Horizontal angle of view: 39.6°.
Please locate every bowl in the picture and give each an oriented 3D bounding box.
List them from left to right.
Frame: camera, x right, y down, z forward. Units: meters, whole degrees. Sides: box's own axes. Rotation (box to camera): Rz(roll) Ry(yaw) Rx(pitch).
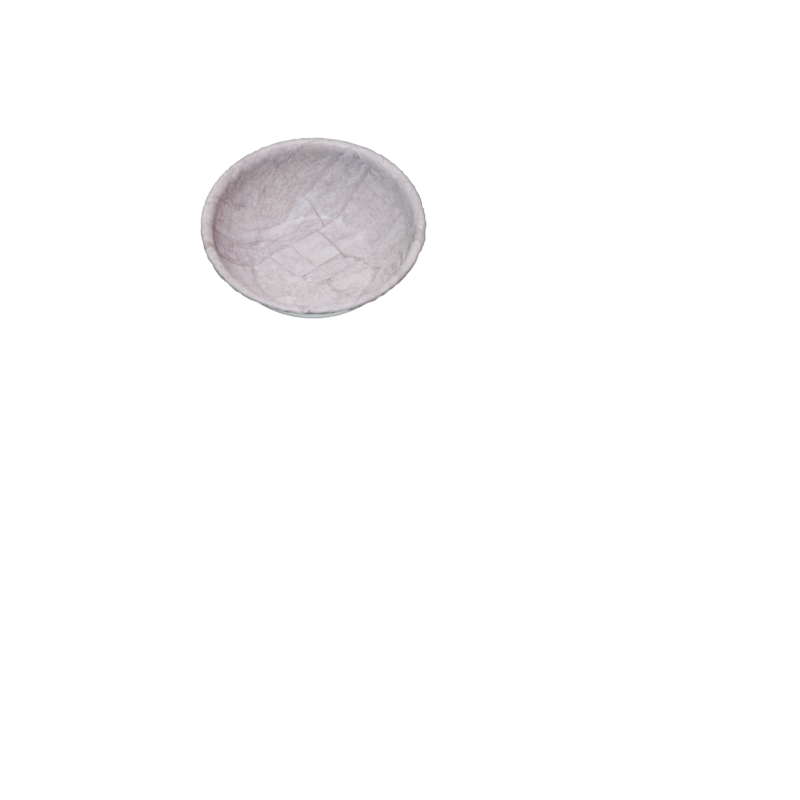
[{"bbox_3d":[-0.064,-0.116,0.813,0.162,0.173,0.051,-1,-34,-1],"label":"bowl"}]
